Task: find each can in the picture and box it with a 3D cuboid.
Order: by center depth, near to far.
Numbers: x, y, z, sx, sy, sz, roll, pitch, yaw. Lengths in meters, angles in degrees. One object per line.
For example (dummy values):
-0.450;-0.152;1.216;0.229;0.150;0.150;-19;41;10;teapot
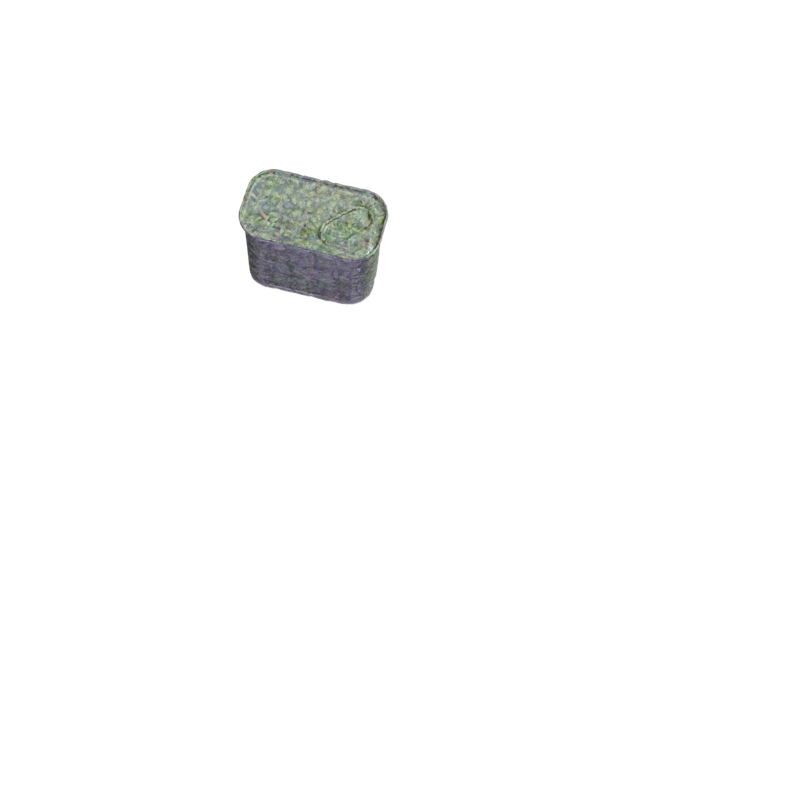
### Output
-0.063;-0.115;0.808;0.103;0.060;0.079;14;-24;5;can
